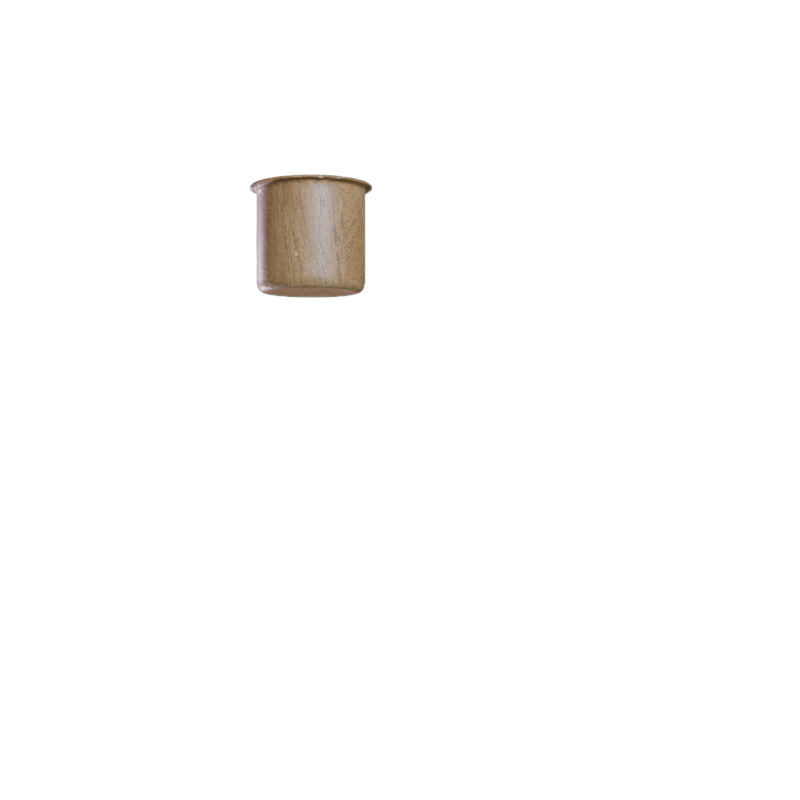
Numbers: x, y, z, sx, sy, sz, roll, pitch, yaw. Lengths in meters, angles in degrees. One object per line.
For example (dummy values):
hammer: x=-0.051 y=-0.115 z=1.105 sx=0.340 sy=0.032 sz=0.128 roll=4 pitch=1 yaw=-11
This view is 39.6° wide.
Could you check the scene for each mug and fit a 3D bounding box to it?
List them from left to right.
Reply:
mug: x=-0.066 y=-0.121 z=0.848 sx=0.094 sy=0.083 sz=0.115 roll=-1 pitch=-3 yaw=6
